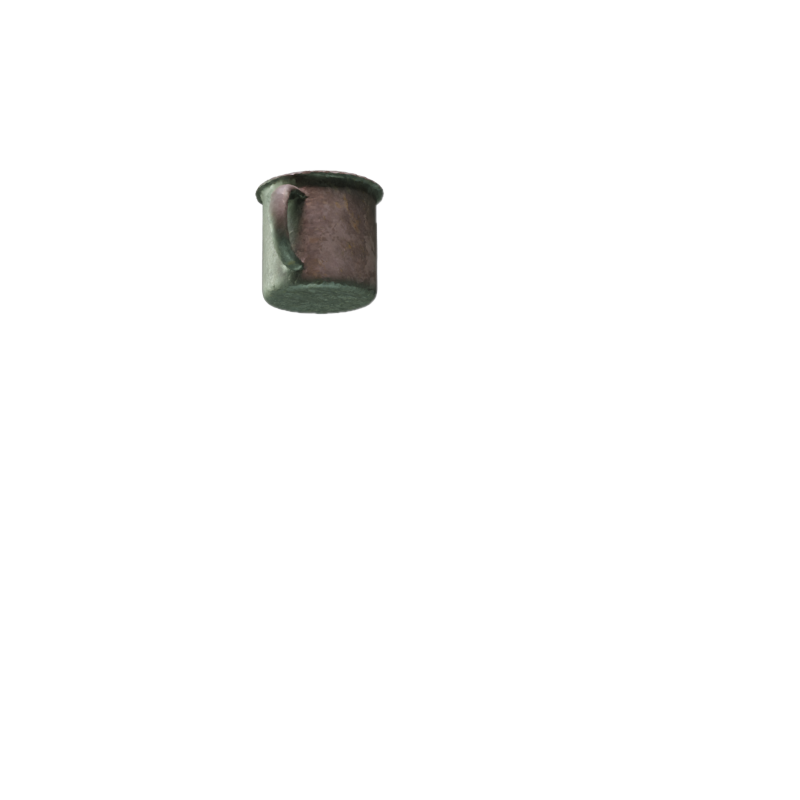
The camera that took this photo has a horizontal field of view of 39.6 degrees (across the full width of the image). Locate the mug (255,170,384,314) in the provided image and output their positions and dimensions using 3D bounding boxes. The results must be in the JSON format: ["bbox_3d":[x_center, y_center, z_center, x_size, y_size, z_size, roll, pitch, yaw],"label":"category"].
[{"bbox_3d":[-0.061,-0.111,0.779,0.095,0.085,0.111,-5,-14,18],"label":"mug"}]
